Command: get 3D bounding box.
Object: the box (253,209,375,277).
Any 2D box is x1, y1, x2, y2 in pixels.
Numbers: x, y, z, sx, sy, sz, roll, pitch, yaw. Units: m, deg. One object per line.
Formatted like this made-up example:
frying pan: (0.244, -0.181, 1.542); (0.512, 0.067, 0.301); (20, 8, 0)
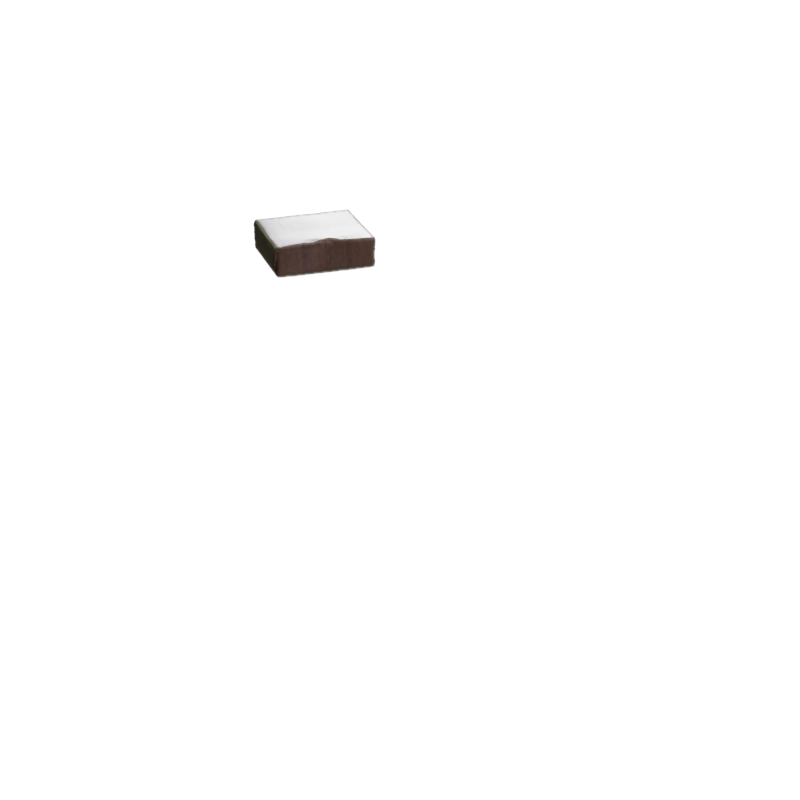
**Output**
box: (-0.074, -0.135, 0.949); (0.088, 0.029, 0.078); (-8, 28, -16)
